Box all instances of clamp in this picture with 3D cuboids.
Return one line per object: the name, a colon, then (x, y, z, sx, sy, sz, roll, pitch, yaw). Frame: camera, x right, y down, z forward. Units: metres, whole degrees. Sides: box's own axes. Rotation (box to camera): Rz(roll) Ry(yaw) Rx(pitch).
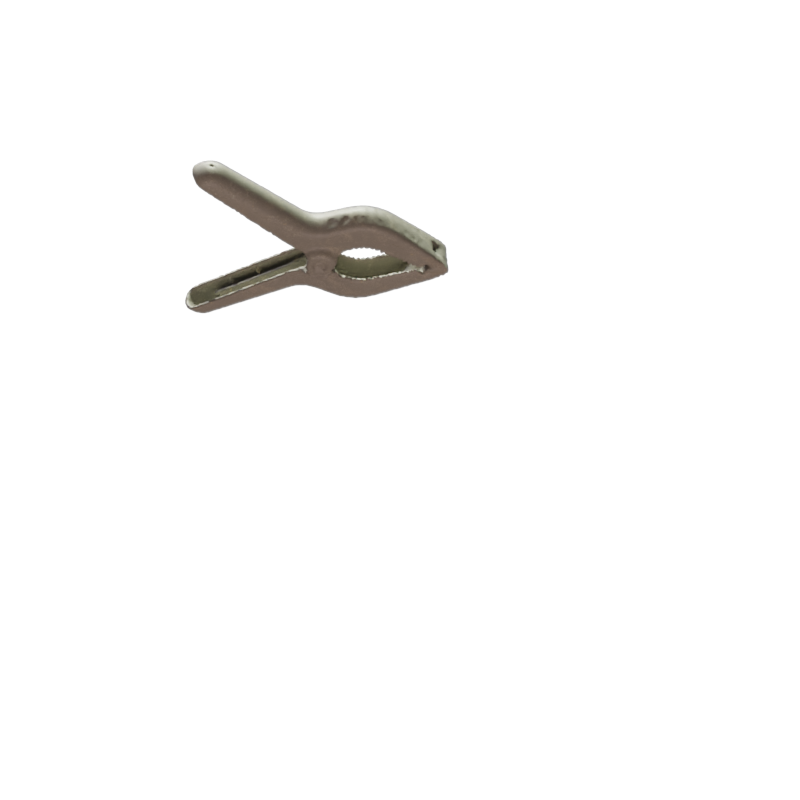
clamp: (-0.067, -0.122, 0.854, 0.210, 0.039, 0.154, 1, -35, -1)
